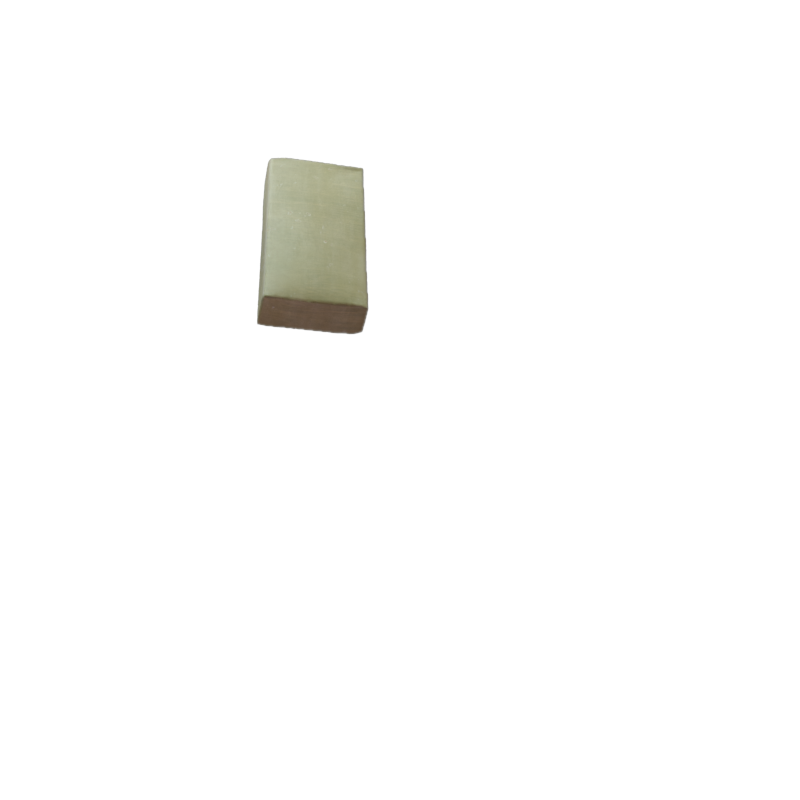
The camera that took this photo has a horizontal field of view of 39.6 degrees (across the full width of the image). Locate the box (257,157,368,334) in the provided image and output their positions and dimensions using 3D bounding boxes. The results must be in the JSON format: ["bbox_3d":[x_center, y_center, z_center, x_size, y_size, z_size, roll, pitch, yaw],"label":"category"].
[{"bbox_3d":[-0.078,-0.143,0.998,0.092,0.189,0.045,5,-38,-9],"label":"box"}]
